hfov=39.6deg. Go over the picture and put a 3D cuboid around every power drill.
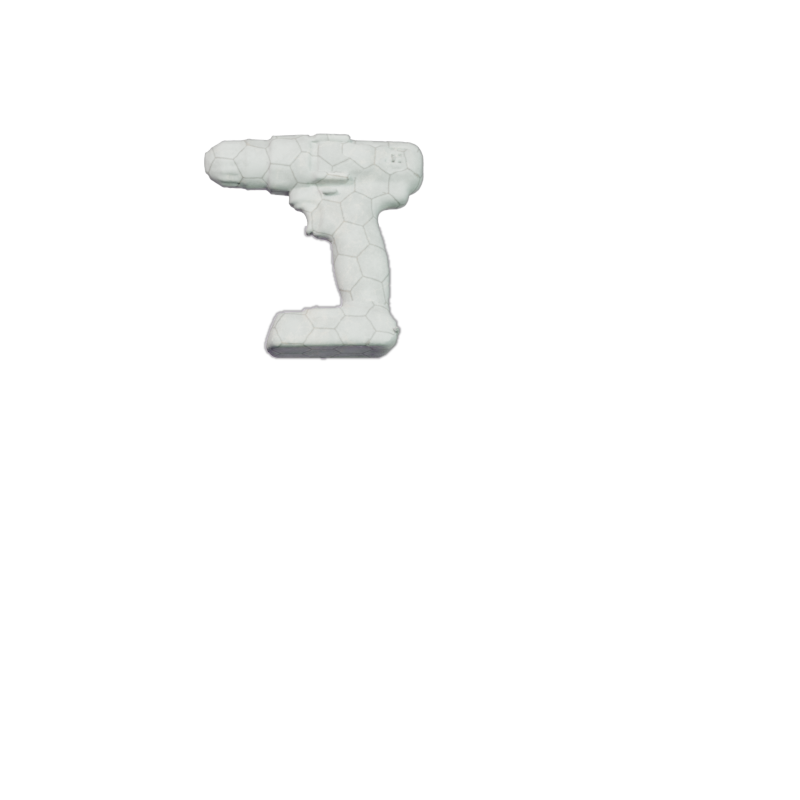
[{"bbox_3d":[-0.071,-0.130,0.909,0.184,0.195,0.055,0,-16,0],"label":"power drill"}]
